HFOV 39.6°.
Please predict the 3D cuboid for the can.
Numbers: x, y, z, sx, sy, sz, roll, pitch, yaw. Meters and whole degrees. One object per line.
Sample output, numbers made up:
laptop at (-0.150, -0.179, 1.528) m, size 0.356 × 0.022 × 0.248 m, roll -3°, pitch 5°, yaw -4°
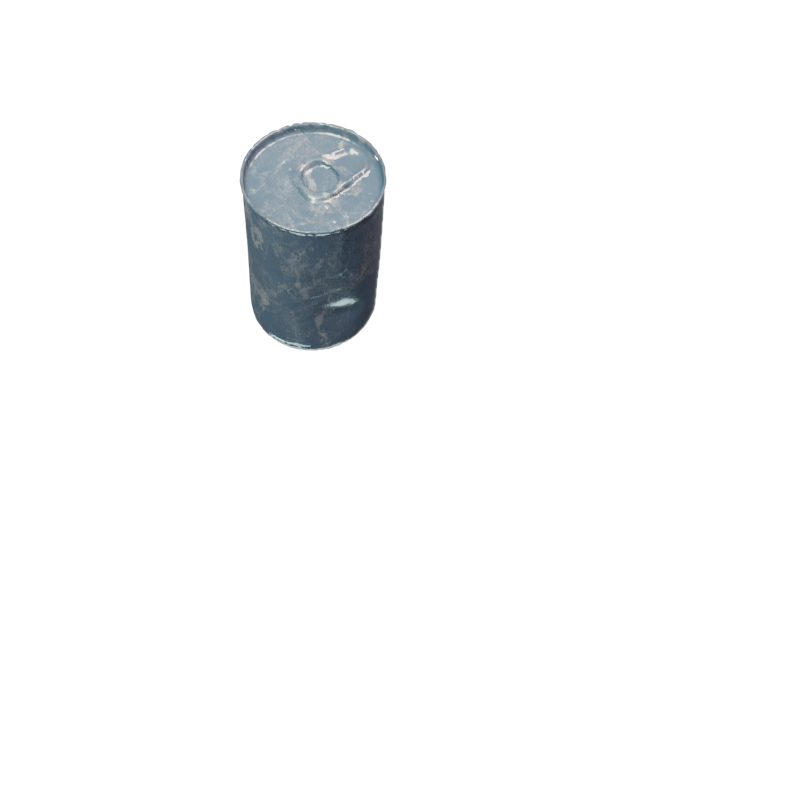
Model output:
can at (-0.043, -0.079, 0.552) m, size 0.068 × 0.073 × 0.096 m, roll 0°, pitch -33°, yaw -3°
